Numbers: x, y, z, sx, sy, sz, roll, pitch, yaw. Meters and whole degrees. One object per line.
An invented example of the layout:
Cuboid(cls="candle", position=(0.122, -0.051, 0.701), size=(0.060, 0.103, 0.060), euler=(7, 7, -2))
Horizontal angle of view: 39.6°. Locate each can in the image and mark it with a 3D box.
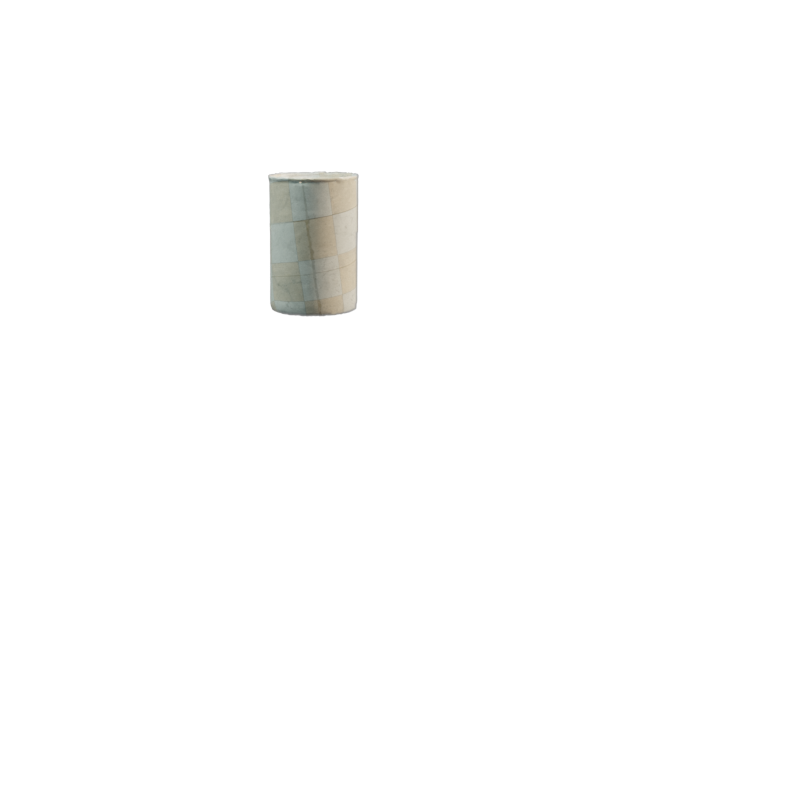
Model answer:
Cuboid(cls="can", position=(-0.065, -0.119, 0.835), size=(0.068, 0.100, 0.070), euler=(0, 10, -2))
